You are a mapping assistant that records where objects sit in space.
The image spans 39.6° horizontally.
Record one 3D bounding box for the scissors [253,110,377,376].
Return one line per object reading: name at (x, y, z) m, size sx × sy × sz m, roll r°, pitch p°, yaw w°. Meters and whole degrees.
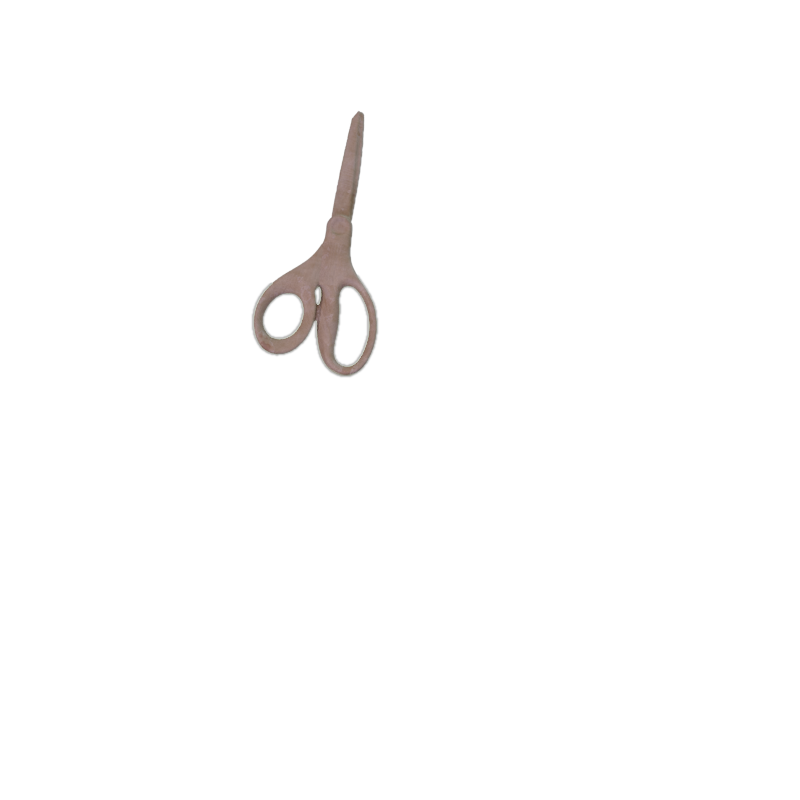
scissors at (-0.063, -0.114, 0.801) m, size 0.096 × 0.212 × 0.015 m, roll -6°, pitch -19°, yaw -2°
